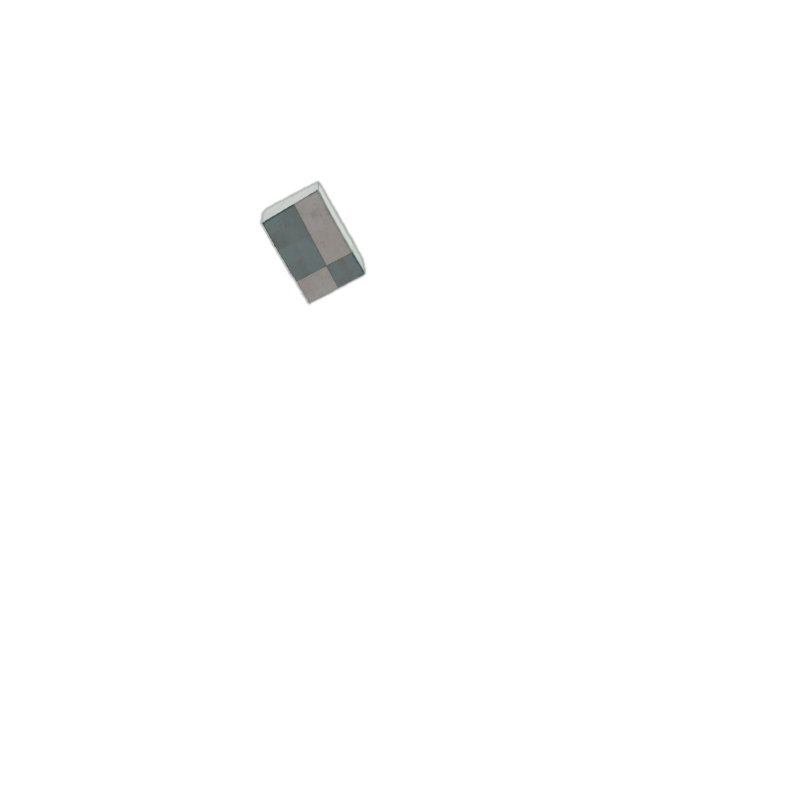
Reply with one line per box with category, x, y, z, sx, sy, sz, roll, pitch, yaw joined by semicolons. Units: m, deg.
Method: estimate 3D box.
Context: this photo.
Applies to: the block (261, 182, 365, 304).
block;-0.069;-0.125;0.878;0.053;0.075;0.053;-28;14;6
